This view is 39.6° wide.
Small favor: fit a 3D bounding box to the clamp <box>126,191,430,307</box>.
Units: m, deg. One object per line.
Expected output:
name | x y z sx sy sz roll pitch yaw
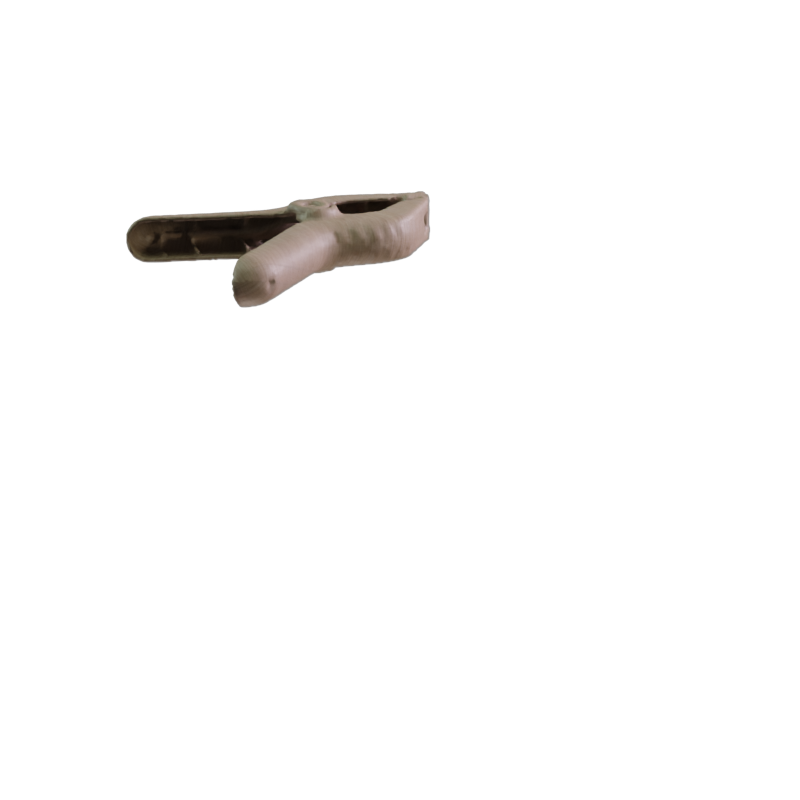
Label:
clamp | -0.046 -0.083 0.584 0.168 0.037 0.129 -15 31 -26
